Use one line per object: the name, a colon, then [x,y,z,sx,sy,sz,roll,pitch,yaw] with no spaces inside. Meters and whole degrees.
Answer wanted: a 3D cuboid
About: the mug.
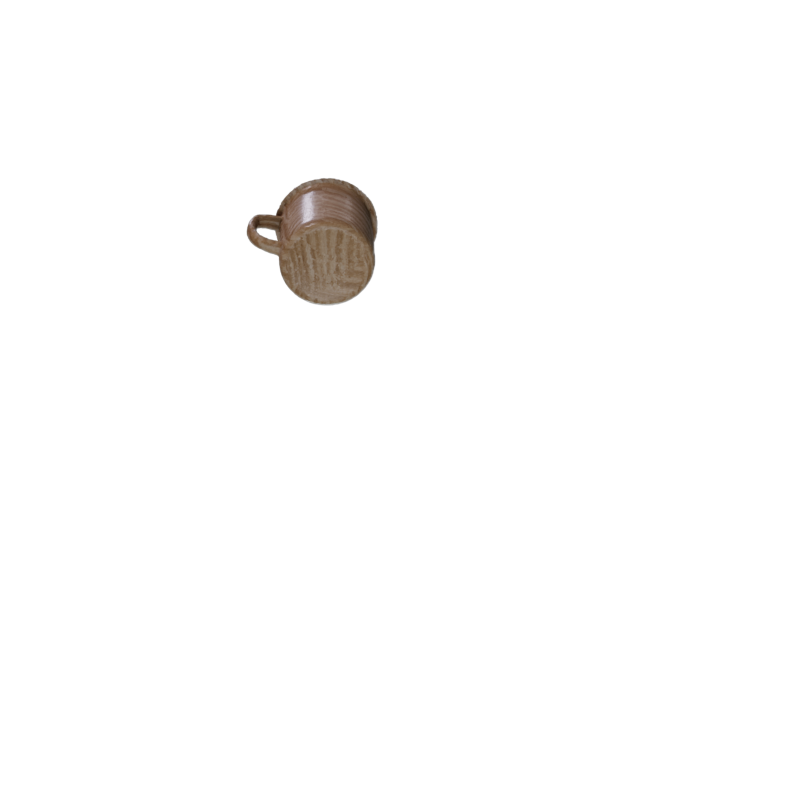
mug: [-0.075,-0.137,0.962,0.115,0.089,0.086,13,28,-8]
